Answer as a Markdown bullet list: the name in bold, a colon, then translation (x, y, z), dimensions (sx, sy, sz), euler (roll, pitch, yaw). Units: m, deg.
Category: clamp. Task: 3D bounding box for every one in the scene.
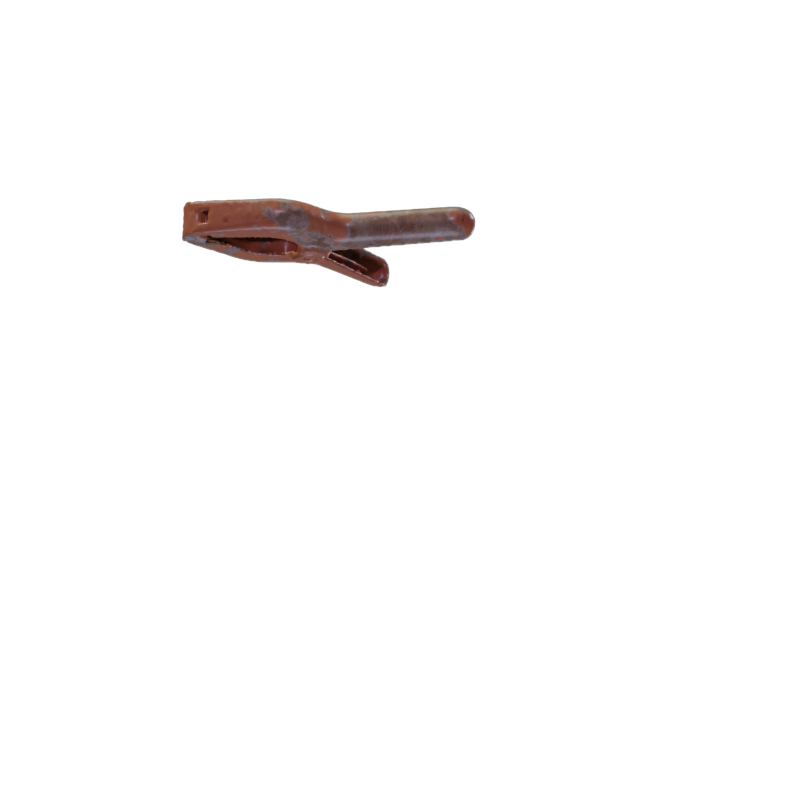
- **clamp**: translation (-0.068, -0.124, 0.866), dimensions (0.206, 0.038, 0.162), euler (3, -12, -15)
